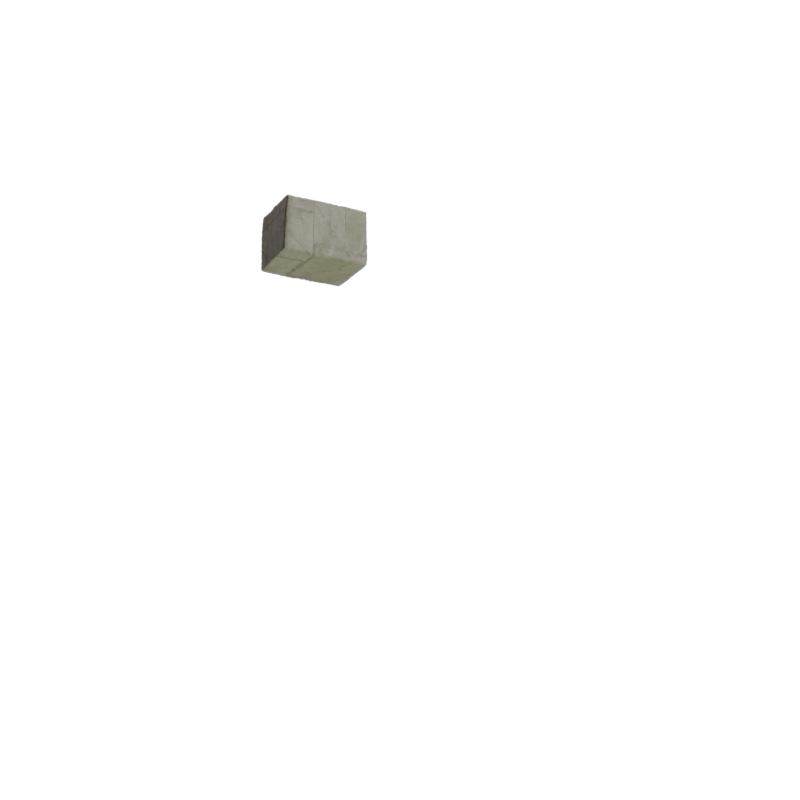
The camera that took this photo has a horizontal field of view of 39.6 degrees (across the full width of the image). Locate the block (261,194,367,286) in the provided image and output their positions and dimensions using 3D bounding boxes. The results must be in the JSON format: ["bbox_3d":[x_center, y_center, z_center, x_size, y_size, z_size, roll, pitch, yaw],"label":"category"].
[{"bbox_3d":[-0.074,-0.135,0.944,0.075,0.054,0.052,10,-24,-26],"label":"block"}]
